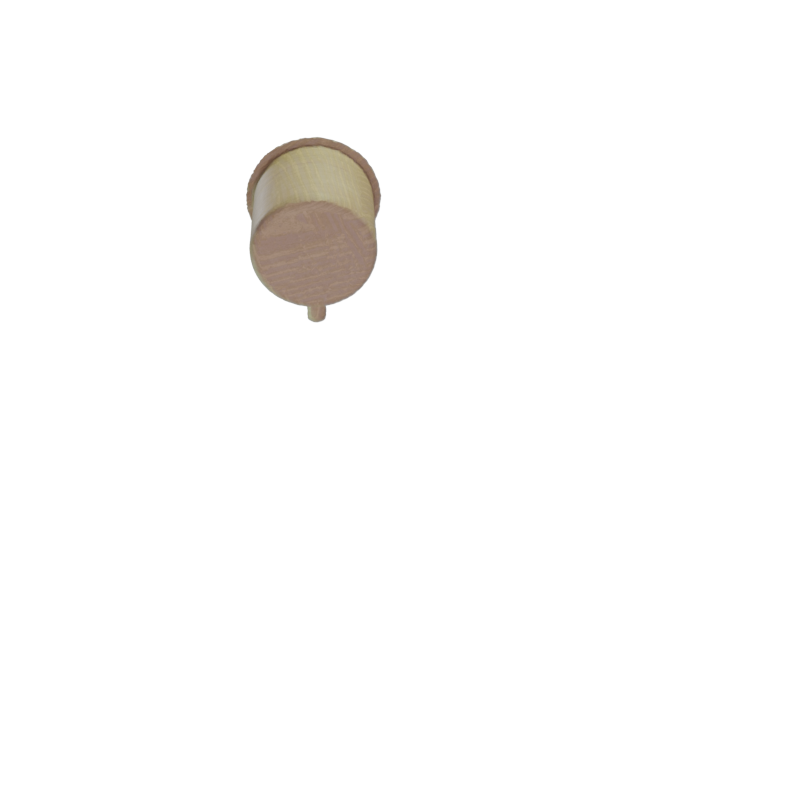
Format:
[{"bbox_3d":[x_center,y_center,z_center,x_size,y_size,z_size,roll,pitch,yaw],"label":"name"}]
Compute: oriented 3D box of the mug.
[{"bbox_3d":[-0.058,-0.105,0.739,0.093,0.110,0.087,1,33,-3],"label":"mug"}]
